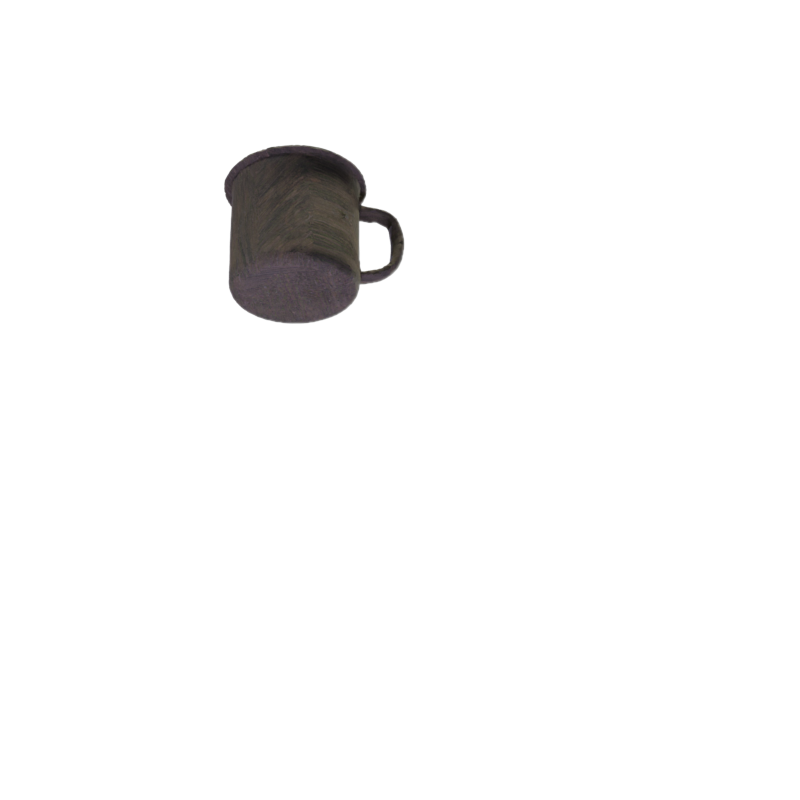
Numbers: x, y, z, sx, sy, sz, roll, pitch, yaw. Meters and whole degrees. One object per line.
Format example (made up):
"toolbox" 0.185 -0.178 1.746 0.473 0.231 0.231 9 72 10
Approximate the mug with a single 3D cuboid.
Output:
"mug" -0.055 -0.101 0.705 0.115 0.087 0.089 5 -31 -11
